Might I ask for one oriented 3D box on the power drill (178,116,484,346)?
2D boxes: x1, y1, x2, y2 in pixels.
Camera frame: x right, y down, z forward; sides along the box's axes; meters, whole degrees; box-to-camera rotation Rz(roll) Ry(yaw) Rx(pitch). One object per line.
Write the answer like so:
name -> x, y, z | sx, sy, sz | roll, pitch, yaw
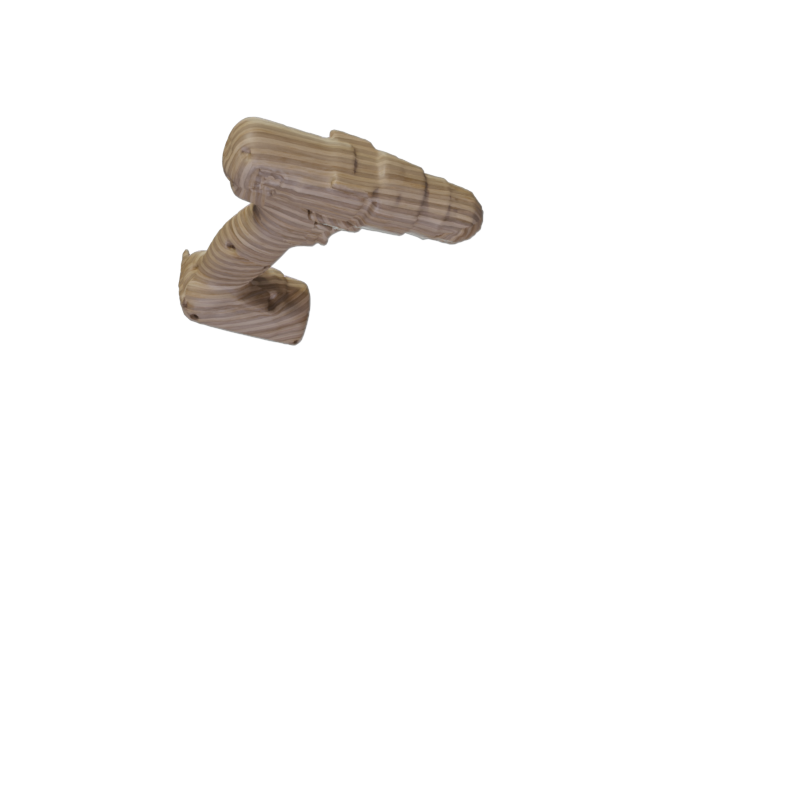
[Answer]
power drill -> -0.060, -0.110, 0.771 | 0.177, 0.061, 0.182 | 17, -38, -23
